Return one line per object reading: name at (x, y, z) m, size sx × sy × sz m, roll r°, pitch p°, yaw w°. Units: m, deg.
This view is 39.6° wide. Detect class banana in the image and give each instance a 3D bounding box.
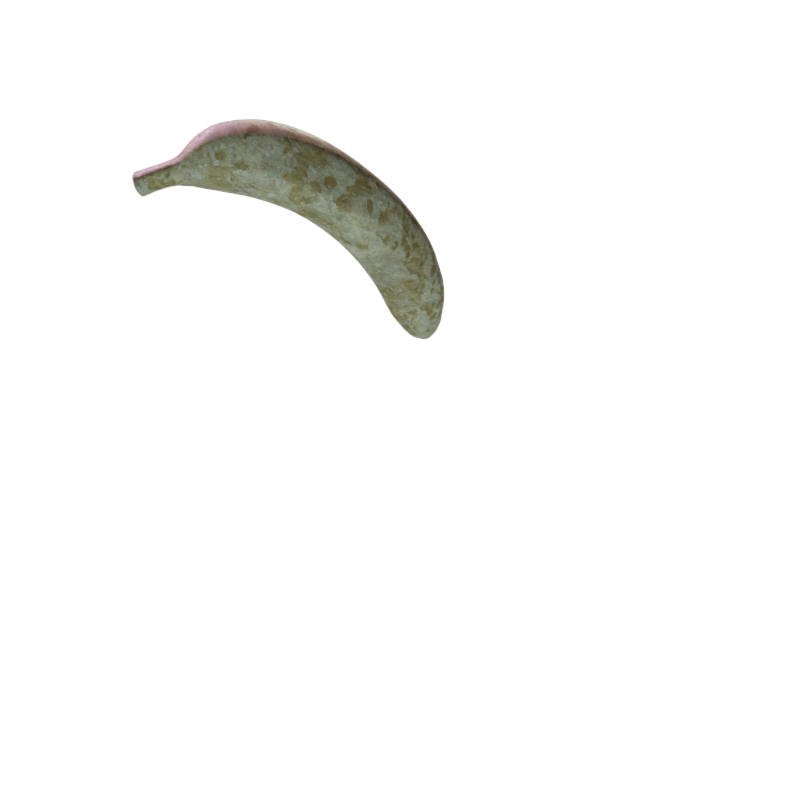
banana at (-0.034, -0.091, 0.558) m, size 0.186 × 0.039 × 0.069 m, roll 27°, pitch -45°, yaw -32°
